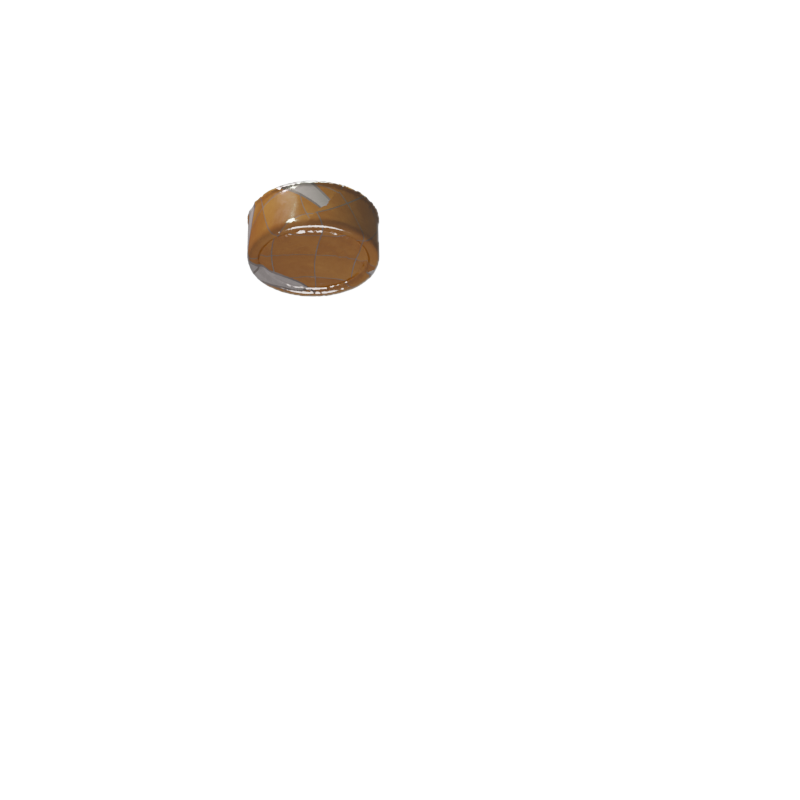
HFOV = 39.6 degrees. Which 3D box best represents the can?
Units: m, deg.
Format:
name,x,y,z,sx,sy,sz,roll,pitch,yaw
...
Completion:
name,x,y,z,sx,sy,sz,roll,pitch,yaw
can,-0.056,-0.102,0.713,0.086,0.036,0.081,1,-29,-2
